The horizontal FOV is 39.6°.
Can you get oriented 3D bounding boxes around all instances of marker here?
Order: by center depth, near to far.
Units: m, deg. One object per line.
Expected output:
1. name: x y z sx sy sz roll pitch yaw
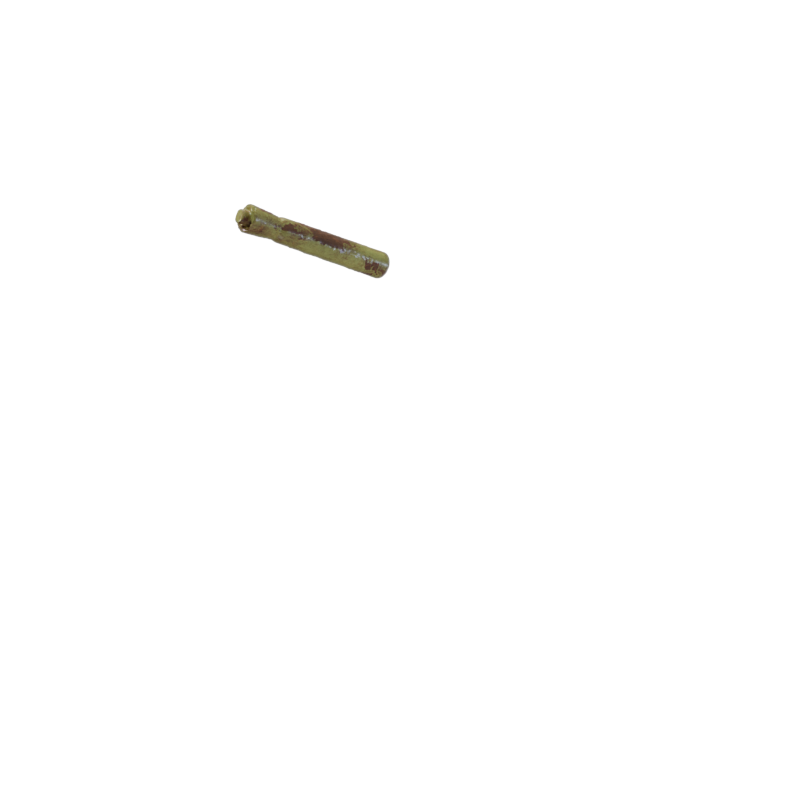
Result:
1. marker: -0.057 -0.104 0.727 0.114 0.020 0.021 15 -6 -38
